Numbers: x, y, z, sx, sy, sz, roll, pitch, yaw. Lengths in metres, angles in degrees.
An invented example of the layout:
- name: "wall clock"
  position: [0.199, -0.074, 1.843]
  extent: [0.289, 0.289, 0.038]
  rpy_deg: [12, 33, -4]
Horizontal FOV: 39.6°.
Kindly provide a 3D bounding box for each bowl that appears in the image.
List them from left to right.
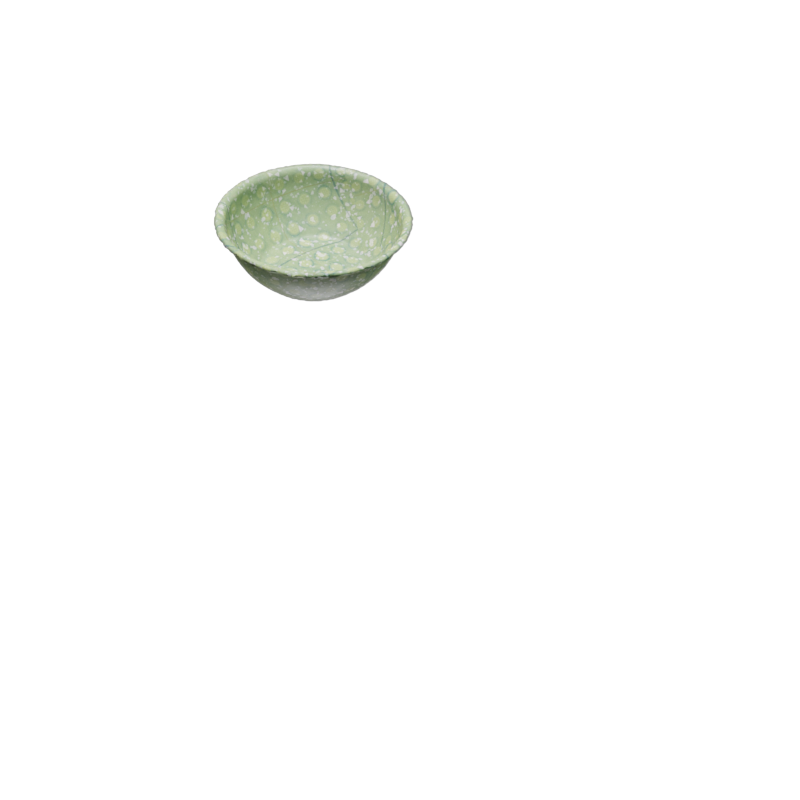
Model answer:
- name: "bowl"
  position: [-0.072, -0.131, 0.917]
  extent: [0.162, 0.051, 0.174]
  rpy_deg: [-1, 41, -2]
